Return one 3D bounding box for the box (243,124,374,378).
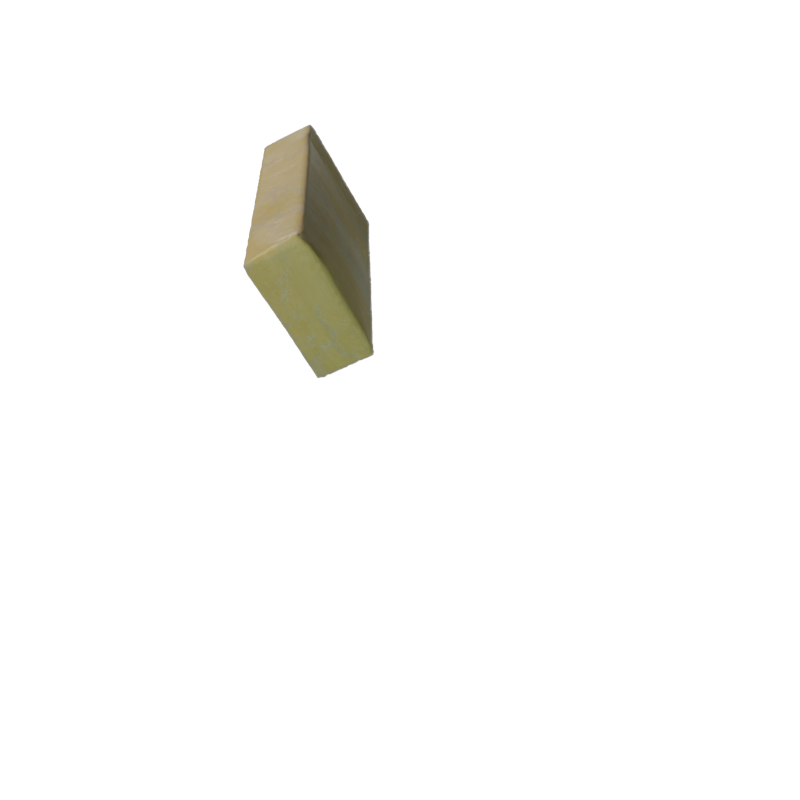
[{"bbox_3d":[-0.057,-0.103,0.726,0.048,0.088,0.187,-26,29,12],"label":"box"}]
